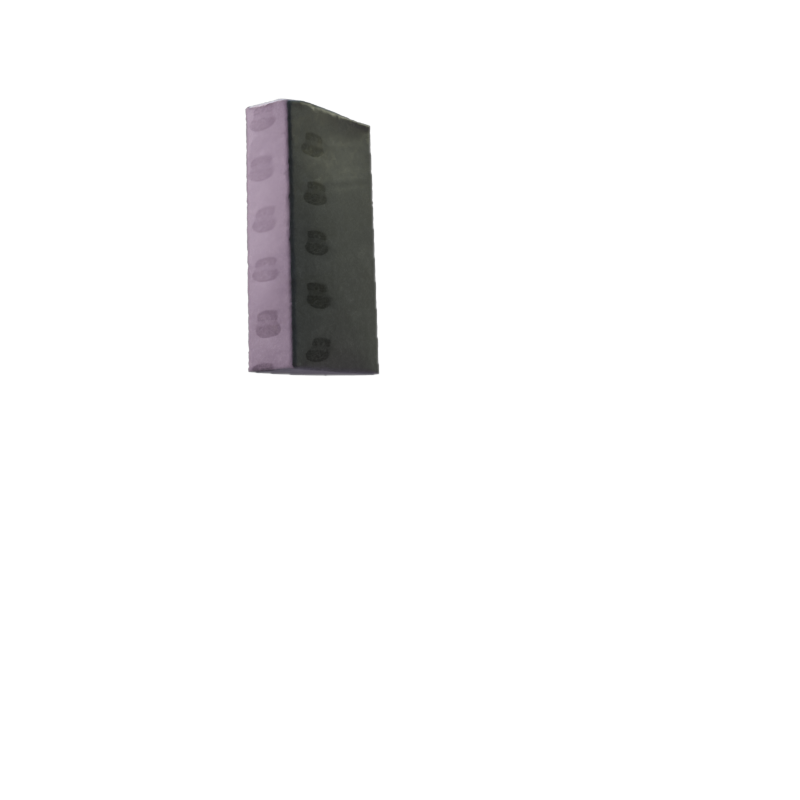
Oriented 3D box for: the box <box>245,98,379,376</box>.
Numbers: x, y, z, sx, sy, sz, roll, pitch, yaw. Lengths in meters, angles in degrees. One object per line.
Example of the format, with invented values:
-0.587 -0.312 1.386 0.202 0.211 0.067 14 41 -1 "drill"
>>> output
-0.058 -0.105 0.738 0.049 0.180 0.089 -7 -10 36 "box"
